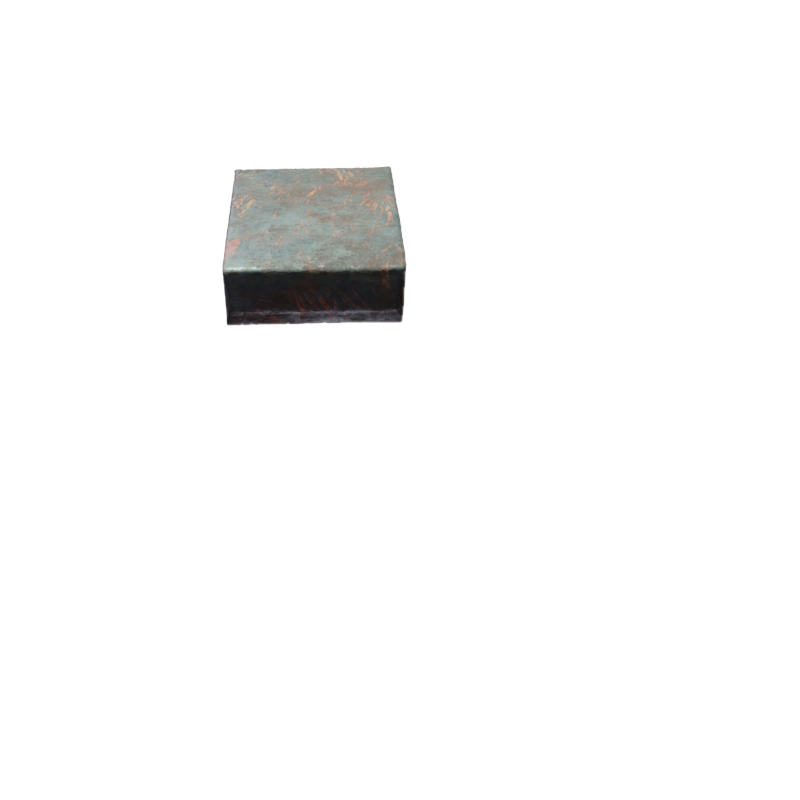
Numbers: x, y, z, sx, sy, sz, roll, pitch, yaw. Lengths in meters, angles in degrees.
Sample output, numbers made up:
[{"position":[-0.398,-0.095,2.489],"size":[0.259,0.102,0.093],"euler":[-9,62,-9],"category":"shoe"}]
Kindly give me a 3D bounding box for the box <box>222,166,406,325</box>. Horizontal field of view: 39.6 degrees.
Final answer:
[{"position":[-0.046,-0.084,0.589],"size":[0.090,0.036,0.121],"euler":[-1,34,-3],"category":"box"}]
